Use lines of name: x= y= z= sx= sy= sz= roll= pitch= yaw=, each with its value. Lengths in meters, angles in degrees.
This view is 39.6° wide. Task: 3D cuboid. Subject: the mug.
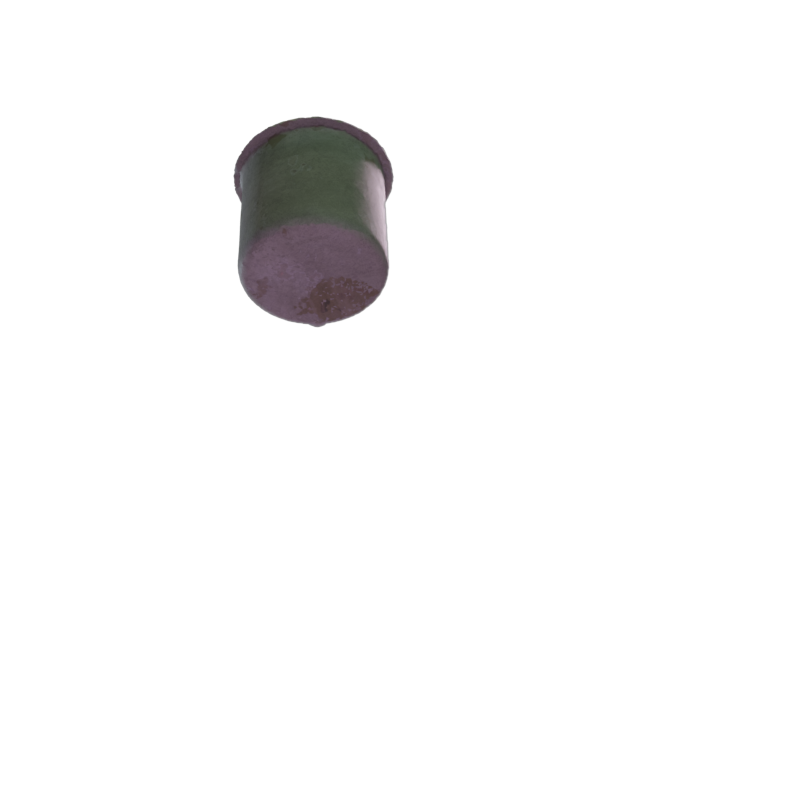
mug: x=-0.049 y=-0.090 z=0.627 sx=0.093 sy=0.087 sz=0.109 roll=1 pitch=-42 yaw=-3
